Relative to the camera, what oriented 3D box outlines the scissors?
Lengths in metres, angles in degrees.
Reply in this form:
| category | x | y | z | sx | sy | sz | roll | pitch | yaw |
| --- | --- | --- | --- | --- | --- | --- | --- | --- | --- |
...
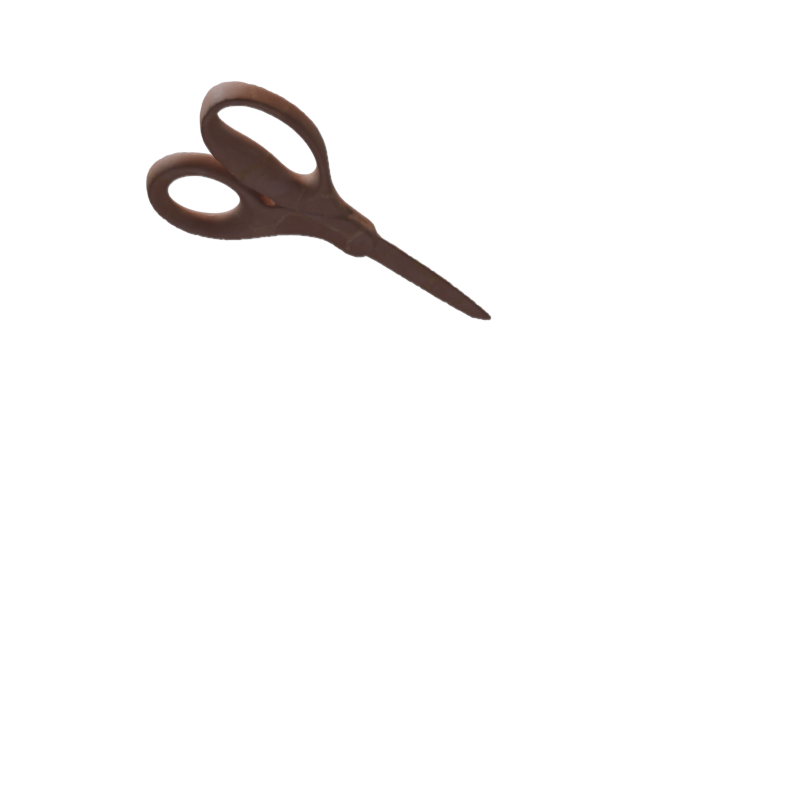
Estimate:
| category | x | y | z | sx | sy | sz | roll | pitch | yaw |
| --- | --- | --- | --- | --- | --- | --- | --- | --- | --- |
| scissors | -0.042 | -0.077 | 0.540 | 0.097 | 0.017 | 0.187 | -21 | -43 | 24 |
